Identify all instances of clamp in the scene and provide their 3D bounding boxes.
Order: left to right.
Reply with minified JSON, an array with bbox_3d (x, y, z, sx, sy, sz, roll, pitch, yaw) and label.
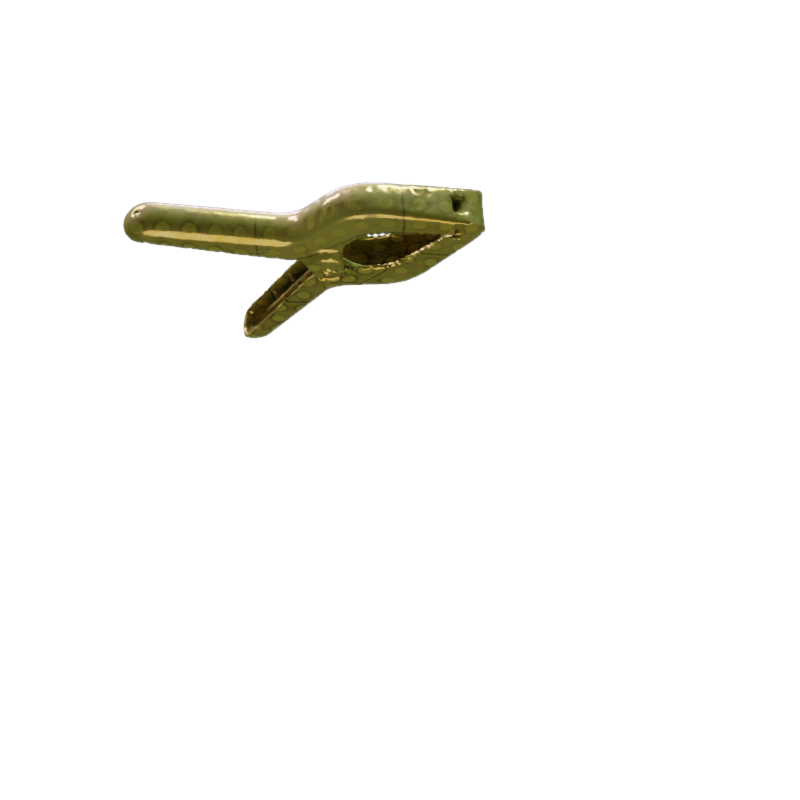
[{"bbox_3d":[-0.054,-0.098,0.686,0.213,0.038,0.153,-13,-27,27],"label":"clamp"}]
